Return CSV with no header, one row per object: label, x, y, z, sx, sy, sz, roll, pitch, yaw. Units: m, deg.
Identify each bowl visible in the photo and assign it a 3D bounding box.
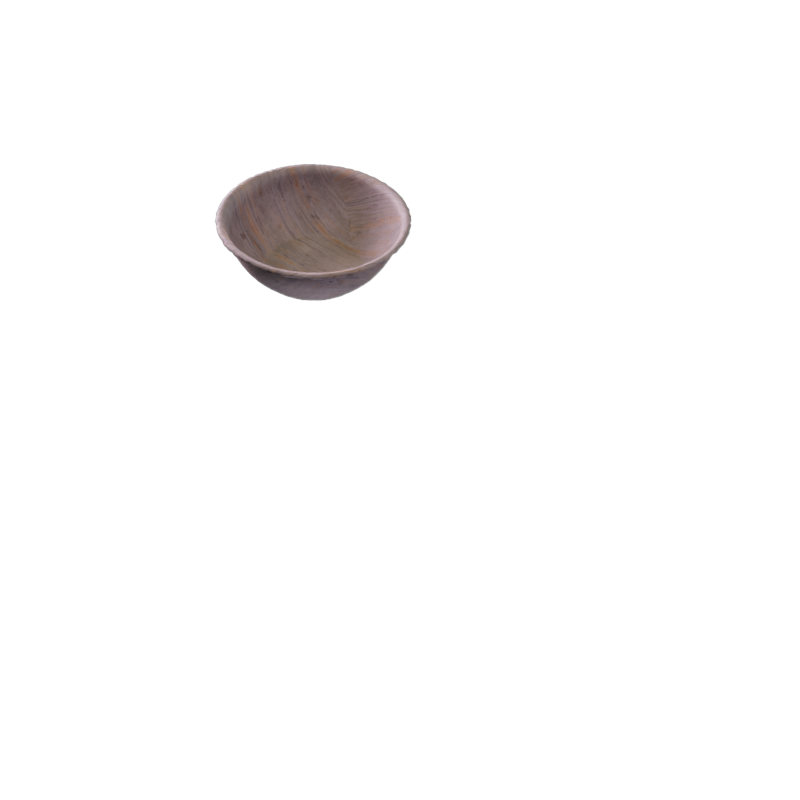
bowl,-0.073,-0.133,0.930,0.162,0.051,0.174,-1,42,-2
